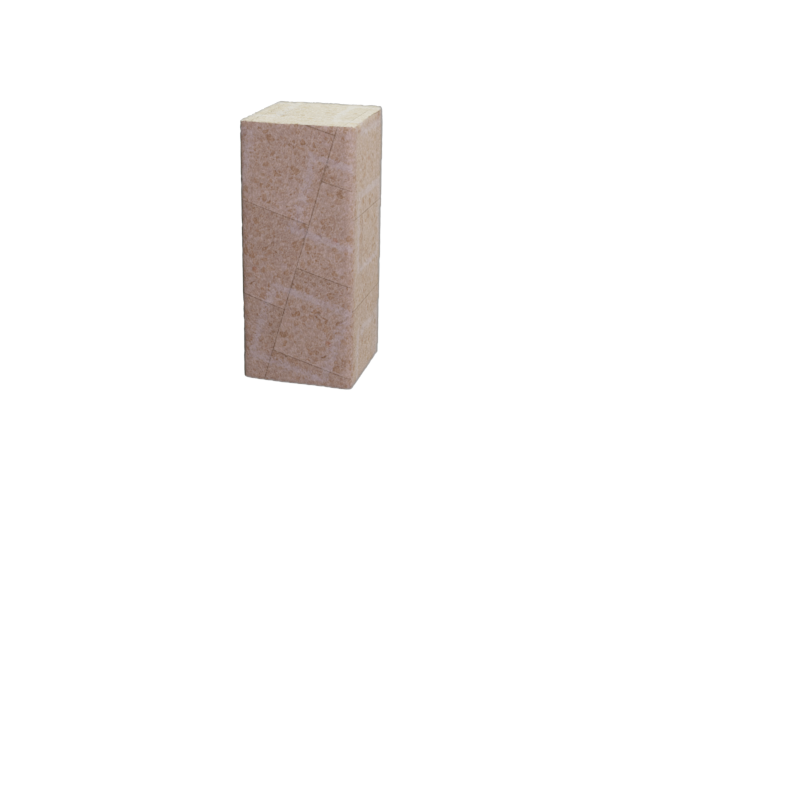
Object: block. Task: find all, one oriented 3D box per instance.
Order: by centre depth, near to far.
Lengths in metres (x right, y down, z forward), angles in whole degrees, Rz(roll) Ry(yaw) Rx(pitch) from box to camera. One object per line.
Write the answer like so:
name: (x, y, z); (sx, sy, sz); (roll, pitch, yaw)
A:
block: (-0.068, -0.124, 0.872); (0.092, 0.198, 0.092); (6, 19, 14)
